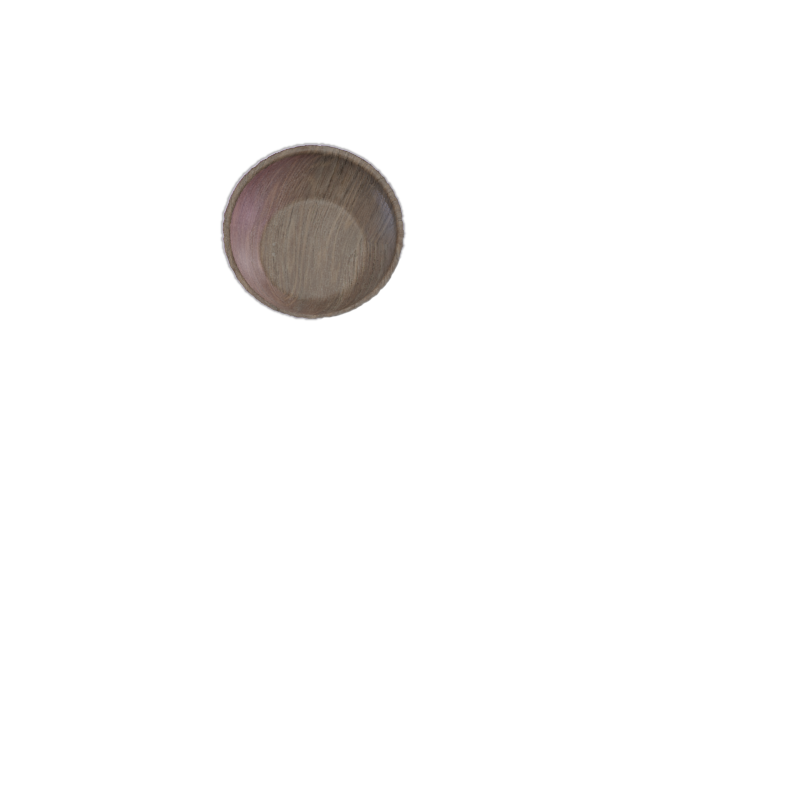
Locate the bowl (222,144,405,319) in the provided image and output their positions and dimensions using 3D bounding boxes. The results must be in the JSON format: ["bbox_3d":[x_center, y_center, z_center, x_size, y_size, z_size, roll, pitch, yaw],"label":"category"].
[{"bbox_3d":[-0.075,-0.137,0.958,0.162,0.156,0.057,0,18,-1],"label":"bowl"}]
